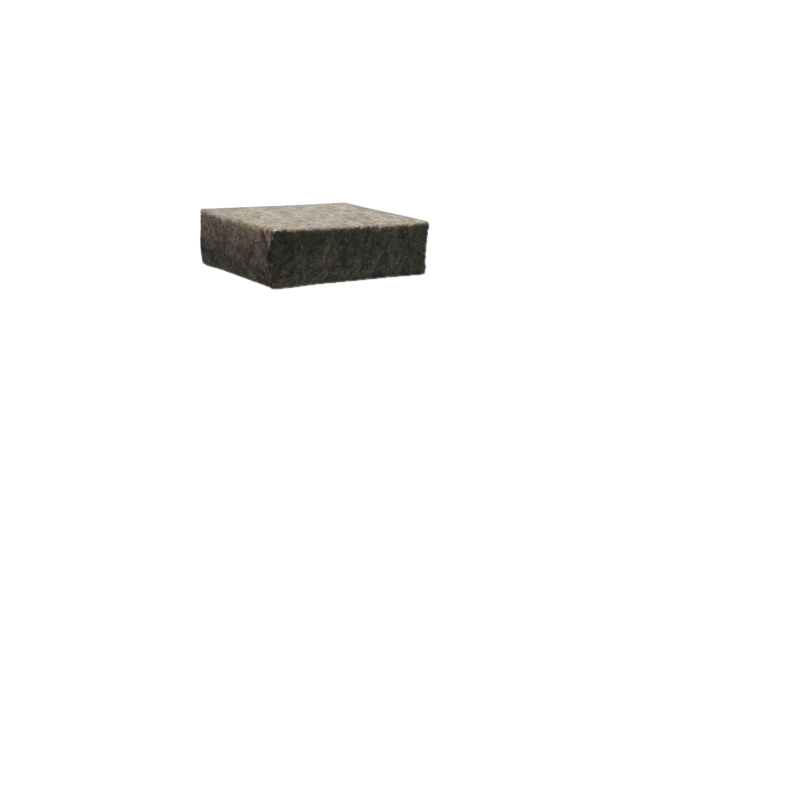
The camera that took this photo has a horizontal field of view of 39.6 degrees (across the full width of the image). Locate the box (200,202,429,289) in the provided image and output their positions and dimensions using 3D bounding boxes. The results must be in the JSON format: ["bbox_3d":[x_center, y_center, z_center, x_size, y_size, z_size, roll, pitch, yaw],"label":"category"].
[{"bbox_3d":[-0.053,-0.097,0.678,0.111,0.038,0.095,-11,20,-34],"label":"box"}]
